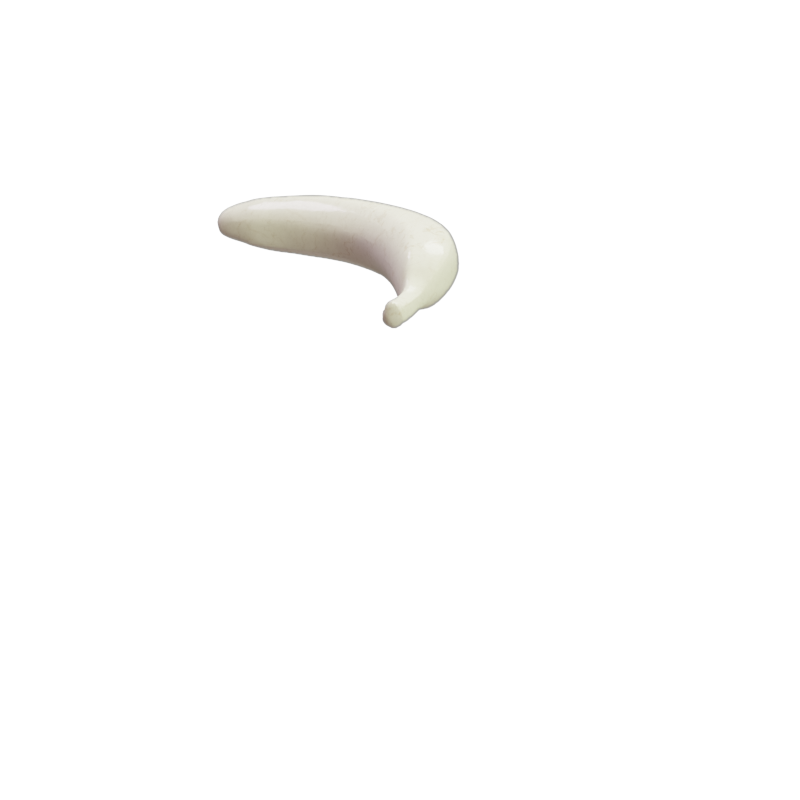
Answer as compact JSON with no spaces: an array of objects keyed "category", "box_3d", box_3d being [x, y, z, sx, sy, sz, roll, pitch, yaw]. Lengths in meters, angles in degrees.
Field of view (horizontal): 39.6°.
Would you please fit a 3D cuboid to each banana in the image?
[{"category":"banana","box_3d":[-0.027,-0.083,0.573,0.068,0.035,0.210,-10,22,-28]}]
